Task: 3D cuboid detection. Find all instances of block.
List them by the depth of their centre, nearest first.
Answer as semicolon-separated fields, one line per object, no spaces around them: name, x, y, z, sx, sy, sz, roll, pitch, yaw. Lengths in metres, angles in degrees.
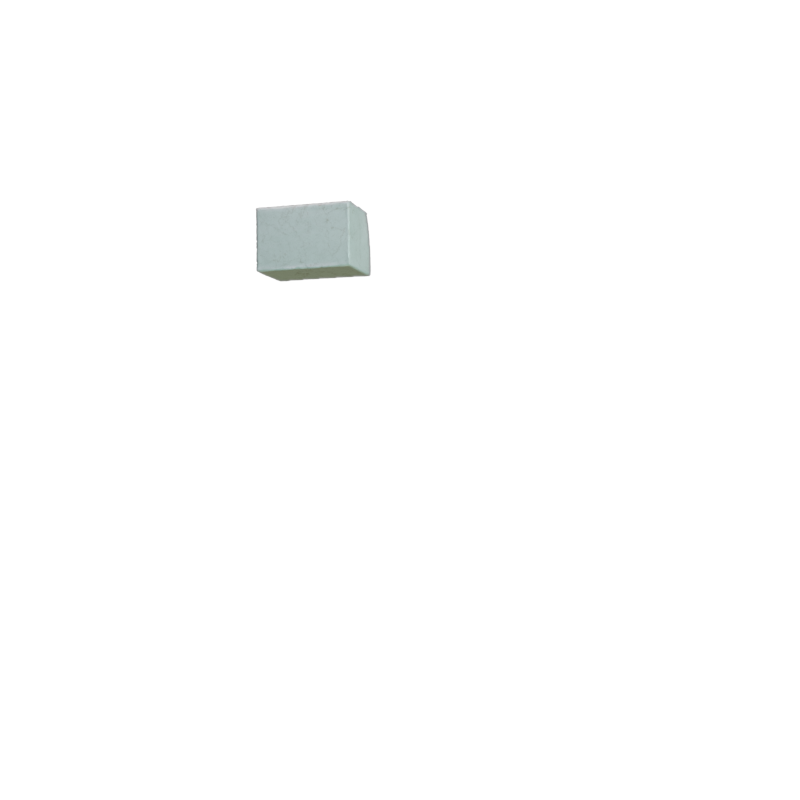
block;-0.067;-0.122;0.858;0.079;0.052;0.051;-2;-7;17
